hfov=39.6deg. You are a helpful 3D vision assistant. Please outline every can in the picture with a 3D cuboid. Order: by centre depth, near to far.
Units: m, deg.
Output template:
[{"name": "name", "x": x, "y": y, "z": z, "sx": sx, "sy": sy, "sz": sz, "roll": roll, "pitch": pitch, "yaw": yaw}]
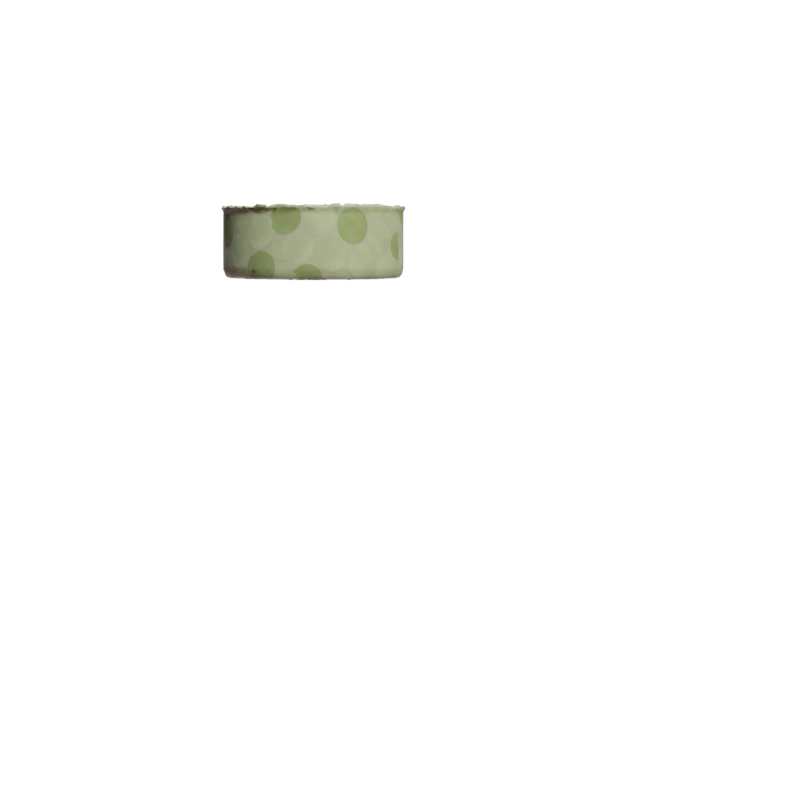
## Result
[{"name": "can", "x": -0.041, "y": -0.074, "z": 0.520, "sx": 0.086, "sy": 0.033, "sz": 0.087, "roll": 0, "pitch": 7, "yaw": -2}]
